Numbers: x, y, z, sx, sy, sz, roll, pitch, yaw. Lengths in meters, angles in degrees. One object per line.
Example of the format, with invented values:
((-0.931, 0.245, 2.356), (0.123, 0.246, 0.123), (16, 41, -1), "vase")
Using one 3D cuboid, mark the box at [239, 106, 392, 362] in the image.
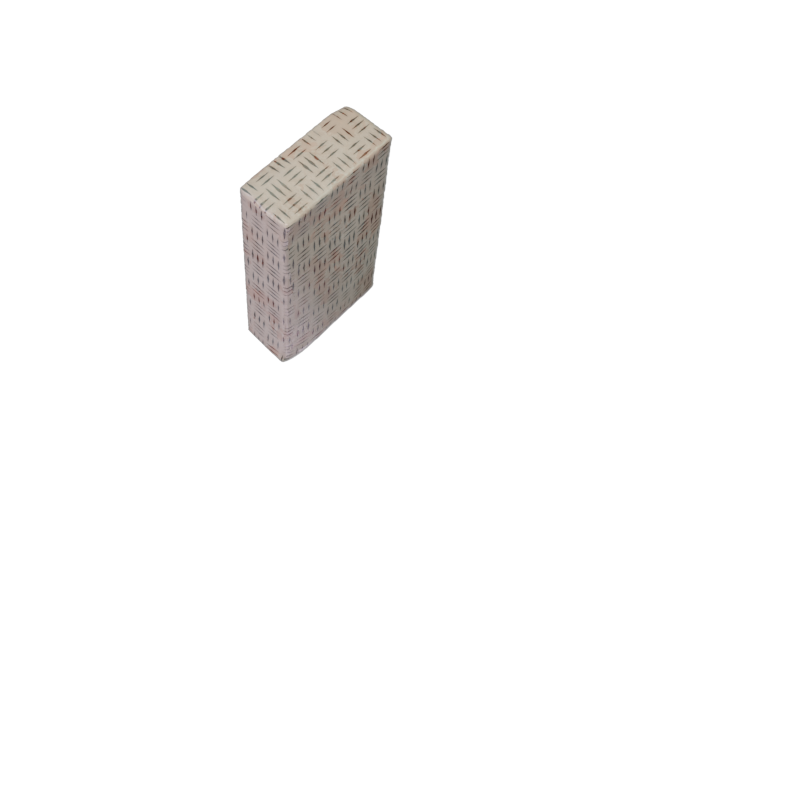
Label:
((-0.056, -0.102, 0.715), (0.050, 0.095, 0.166), (39, -24, 16), "box")
